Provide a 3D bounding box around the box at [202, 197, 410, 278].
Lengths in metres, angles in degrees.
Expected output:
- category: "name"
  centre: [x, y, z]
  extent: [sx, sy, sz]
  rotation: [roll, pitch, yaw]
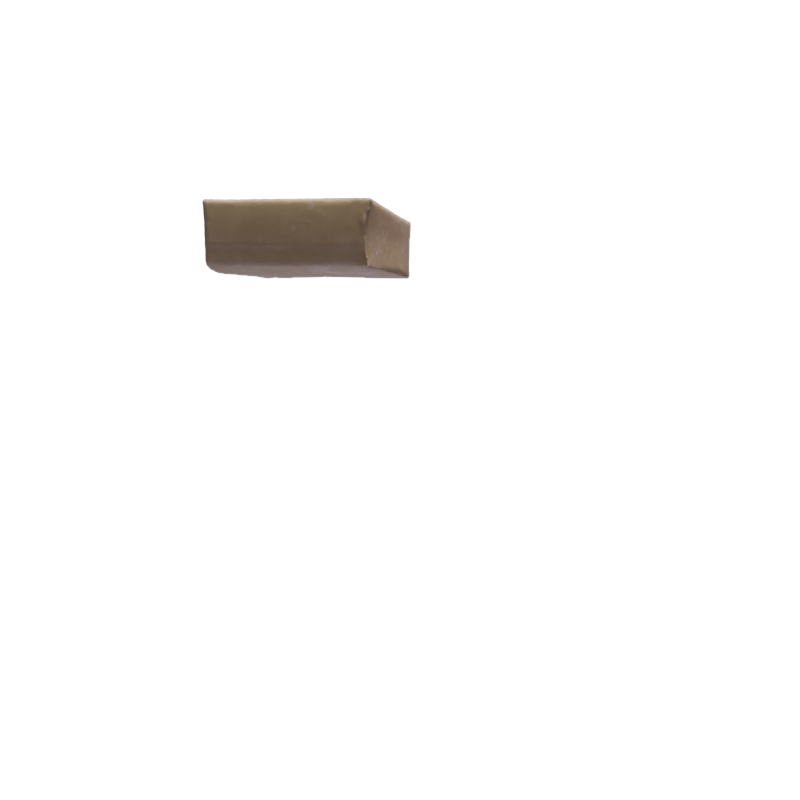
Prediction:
- category: "box"
  centre: [-0.048, -0.087, 0.607]
  extent: [0.091, 0.039, 0.112]
  rotation: [1, 4, 13]
